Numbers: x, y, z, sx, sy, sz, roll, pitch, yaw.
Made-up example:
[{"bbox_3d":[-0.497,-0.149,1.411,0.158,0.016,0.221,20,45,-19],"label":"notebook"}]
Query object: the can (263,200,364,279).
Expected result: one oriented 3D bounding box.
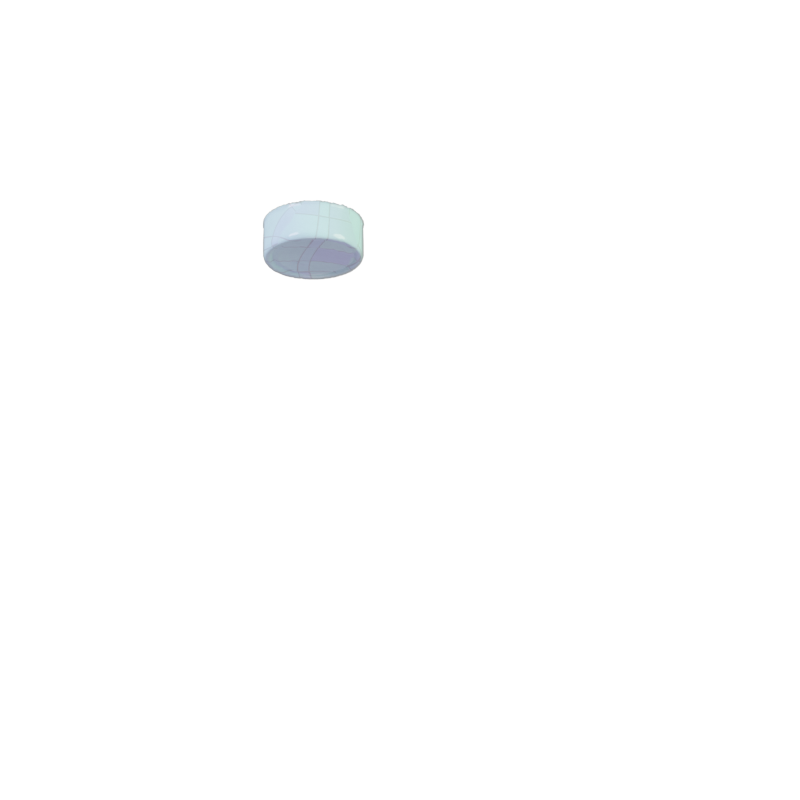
[{"bbox_3d":[-0.073,-0.133,0.933,0.086,0.035,0.082,0,-21,-2],"label":"can"}]
